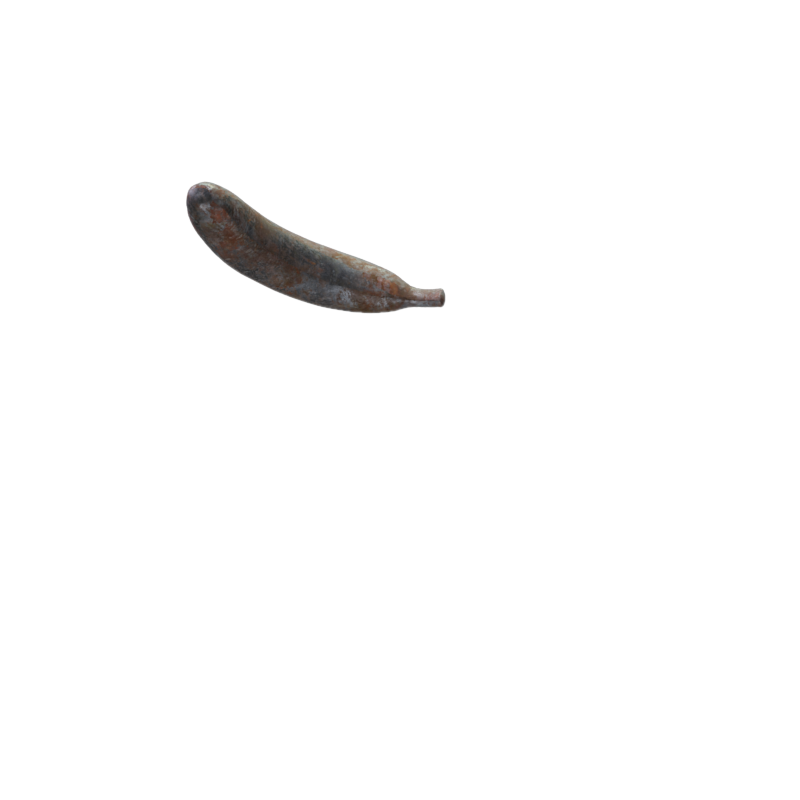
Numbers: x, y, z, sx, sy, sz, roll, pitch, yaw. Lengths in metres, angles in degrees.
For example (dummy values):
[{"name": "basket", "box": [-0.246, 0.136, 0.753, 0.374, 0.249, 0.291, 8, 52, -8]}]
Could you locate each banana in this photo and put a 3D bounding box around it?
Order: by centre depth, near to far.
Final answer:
[{"name": "banana", "box": [-0.062, -0.090, 0.682, 0.186, 0.039, 0.070, 17, -28, -38]}]
